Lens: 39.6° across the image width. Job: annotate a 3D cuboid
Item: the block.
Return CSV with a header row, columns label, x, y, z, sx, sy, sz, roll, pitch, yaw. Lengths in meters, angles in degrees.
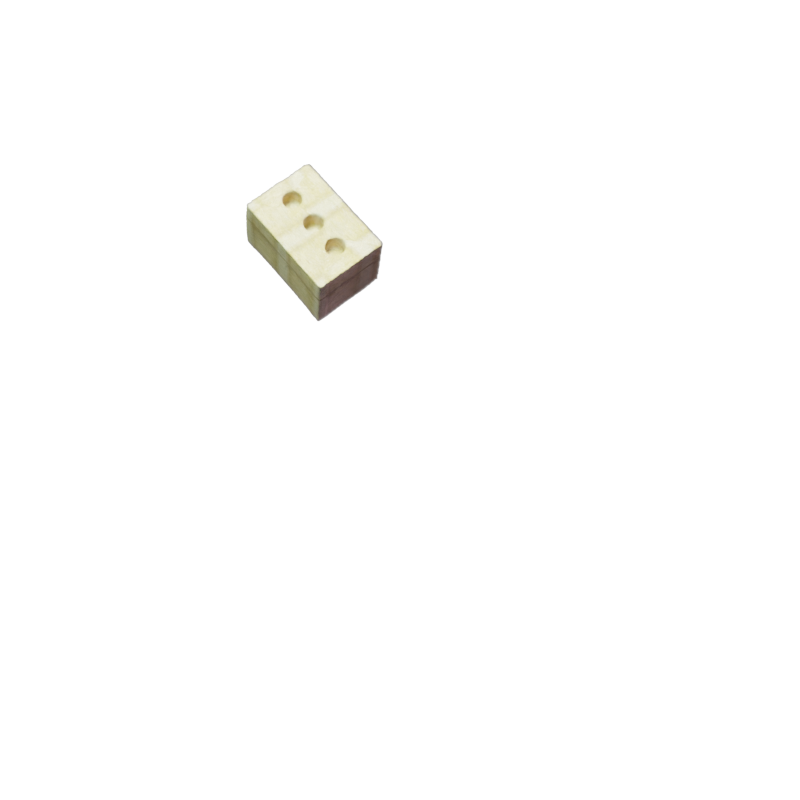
label,x,y,z,sx,sy,sz,roll,pitch,yaw
block,-0.056,-0.102,0.714,0.053,0.082,0.048,-36,-20,-17
